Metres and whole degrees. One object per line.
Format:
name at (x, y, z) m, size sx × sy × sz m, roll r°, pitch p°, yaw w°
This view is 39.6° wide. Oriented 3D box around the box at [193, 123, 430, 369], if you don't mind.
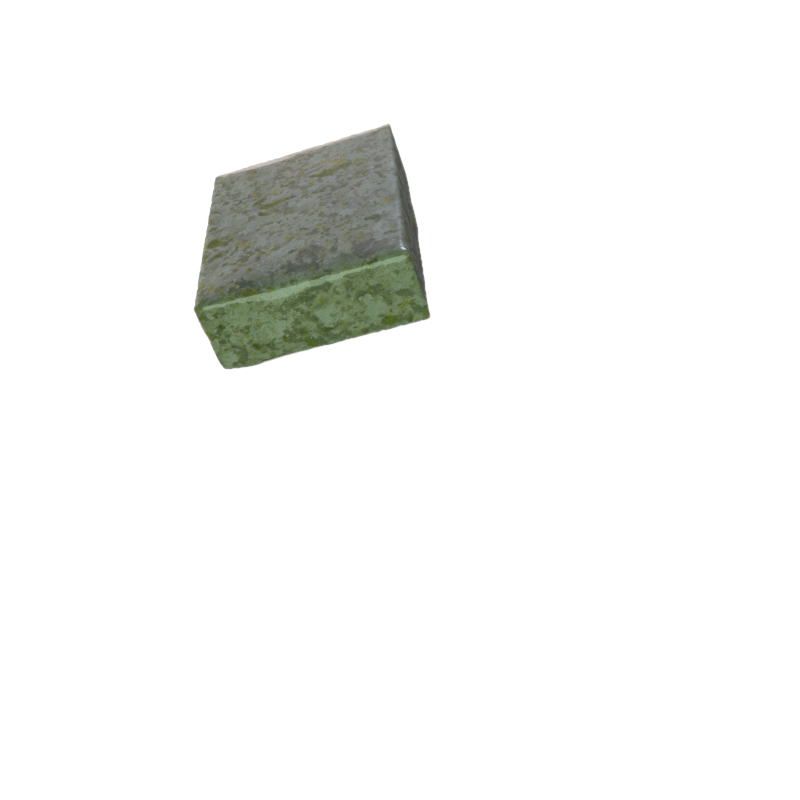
box at (-0.070, -0.127, 0.892) m, size 0.165 × 0.067 × 0.228 m, roll -15°, pitch 35°, yaw 8°
